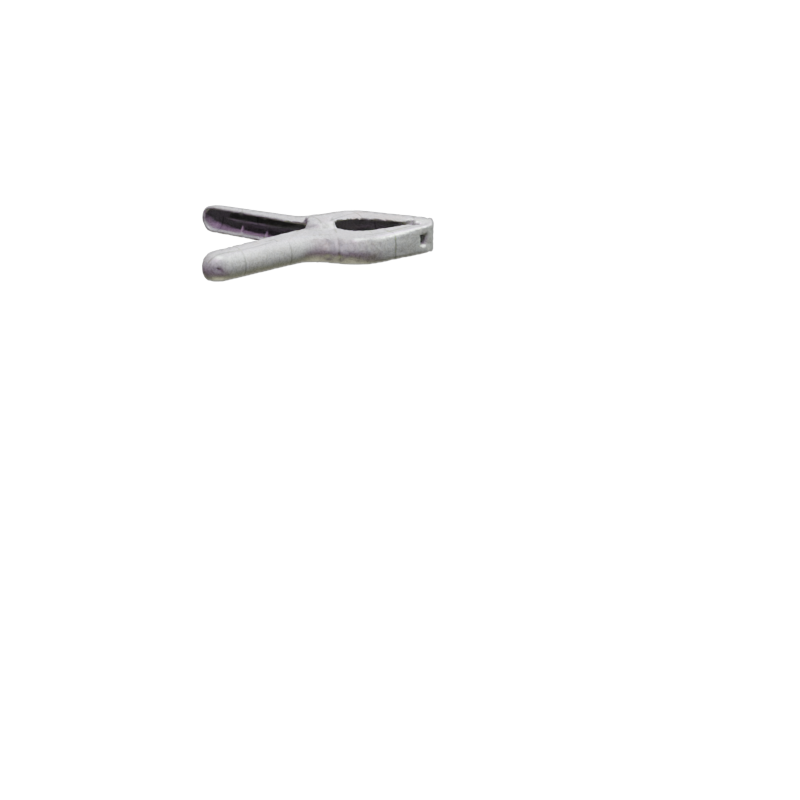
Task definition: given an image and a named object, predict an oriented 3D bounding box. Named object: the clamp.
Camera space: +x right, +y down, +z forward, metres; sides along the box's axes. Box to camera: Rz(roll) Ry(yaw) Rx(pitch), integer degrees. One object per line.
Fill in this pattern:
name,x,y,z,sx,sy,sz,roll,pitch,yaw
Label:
clamp,-0.075,-0.137,0.957,0.210,0.035,0.172,0,25,0
